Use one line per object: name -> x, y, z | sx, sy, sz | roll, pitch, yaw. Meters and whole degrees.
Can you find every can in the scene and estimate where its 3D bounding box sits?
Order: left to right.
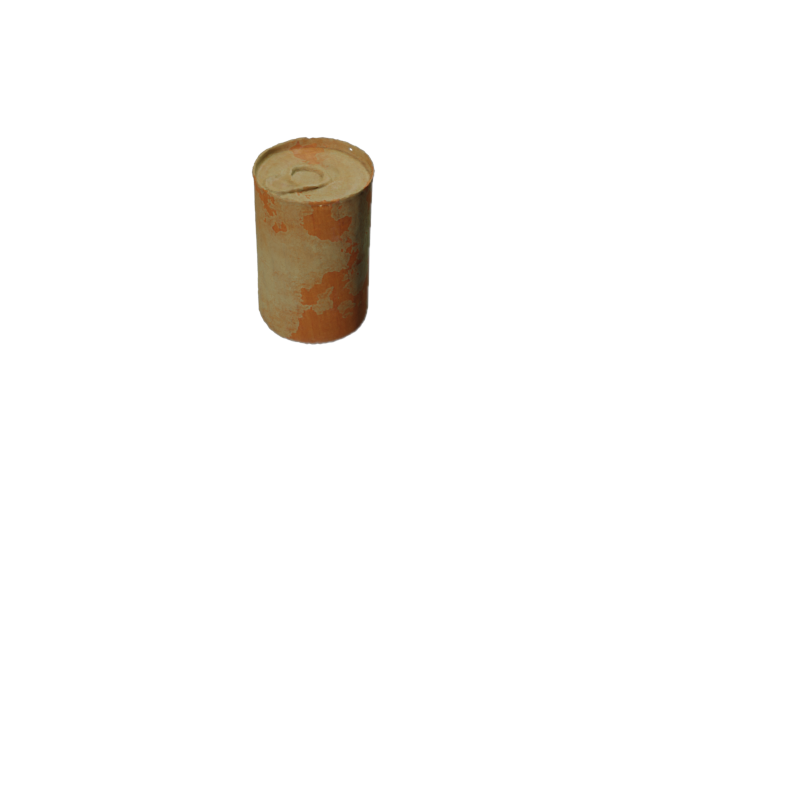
can -> -0.050, -0.092, 0.643 | 0.068, 0.095, 0.073 | 0, 40, -3
